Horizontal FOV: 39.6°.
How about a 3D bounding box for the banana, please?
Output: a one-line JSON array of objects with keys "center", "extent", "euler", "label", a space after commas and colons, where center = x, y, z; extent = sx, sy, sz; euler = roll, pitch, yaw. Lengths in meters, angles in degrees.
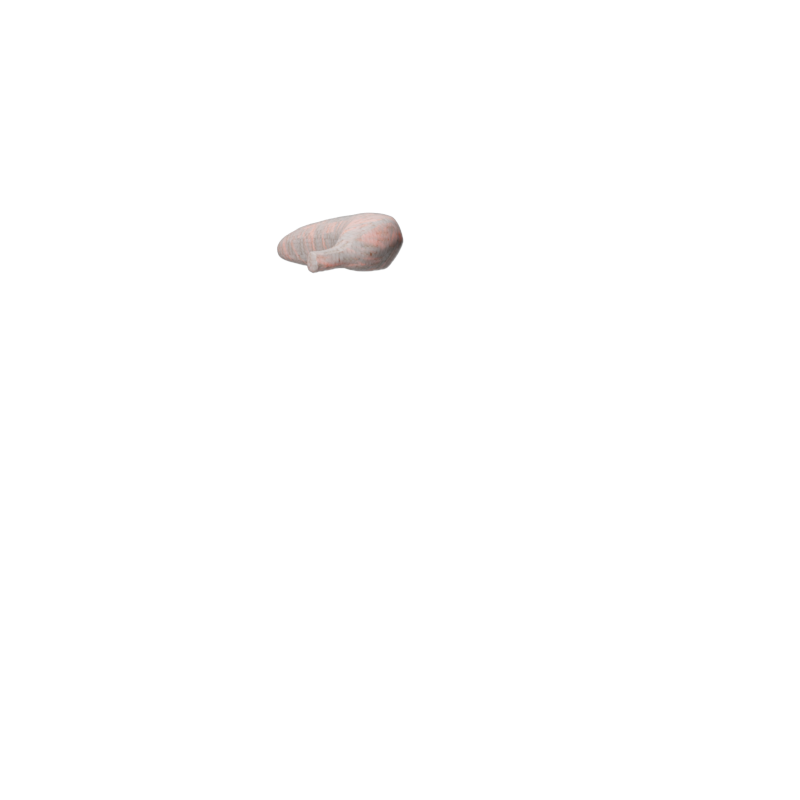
[{"center": [-0.038, -0.104, 0.728], "extent": [0.069, 0.036, 0.202], "euler": [-1, 8, -11], "label": "banana"}]
